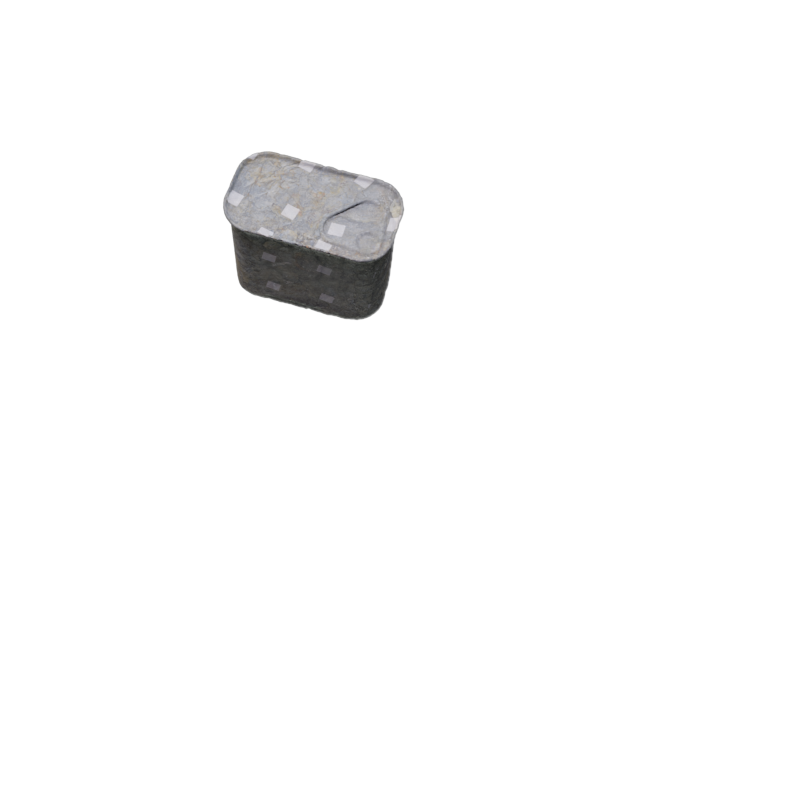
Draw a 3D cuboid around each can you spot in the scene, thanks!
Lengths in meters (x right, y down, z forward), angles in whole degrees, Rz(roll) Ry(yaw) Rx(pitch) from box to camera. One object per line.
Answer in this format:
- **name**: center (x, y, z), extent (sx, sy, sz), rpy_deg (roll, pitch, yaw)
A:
- **can**: center (-0.053, -0.096, 0.674), extent (0.103, 0.060, 0.079), rpy_deg (16, -26, 7)
